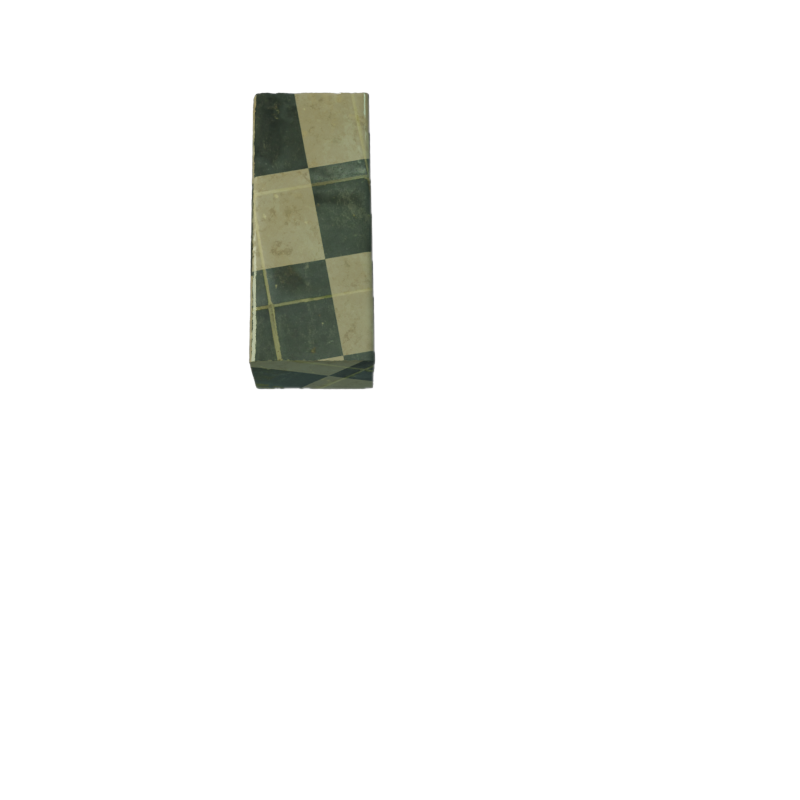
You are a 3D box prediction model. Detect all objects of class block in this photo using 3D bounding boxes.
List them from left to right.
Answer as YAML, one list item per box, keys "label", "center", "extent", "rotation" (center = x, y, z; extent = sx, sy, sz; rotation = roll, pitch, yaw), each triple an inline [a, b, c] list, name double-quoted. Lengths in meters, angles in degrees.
- label: "block"
  center: [-0.066, -0.119, 0.834]
  extent: [0.090, 0.216, 0.087]
  rotation: [-1, -18, -1]
